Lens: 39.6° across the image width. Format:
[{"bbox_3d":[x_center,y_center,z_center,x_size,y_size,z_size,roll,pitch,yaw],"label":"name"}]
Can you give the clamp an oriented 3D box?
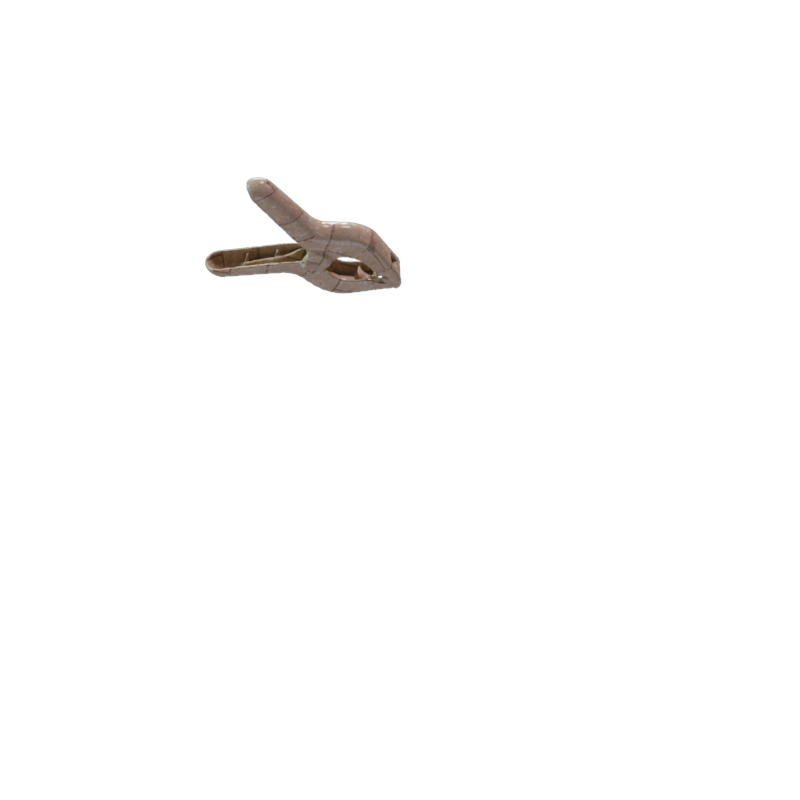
[{"bbox_3d":[-0.075,-0.136,0.955,0.168,0.042,0.115,7,-30,-13],"label":"clamp"}]
